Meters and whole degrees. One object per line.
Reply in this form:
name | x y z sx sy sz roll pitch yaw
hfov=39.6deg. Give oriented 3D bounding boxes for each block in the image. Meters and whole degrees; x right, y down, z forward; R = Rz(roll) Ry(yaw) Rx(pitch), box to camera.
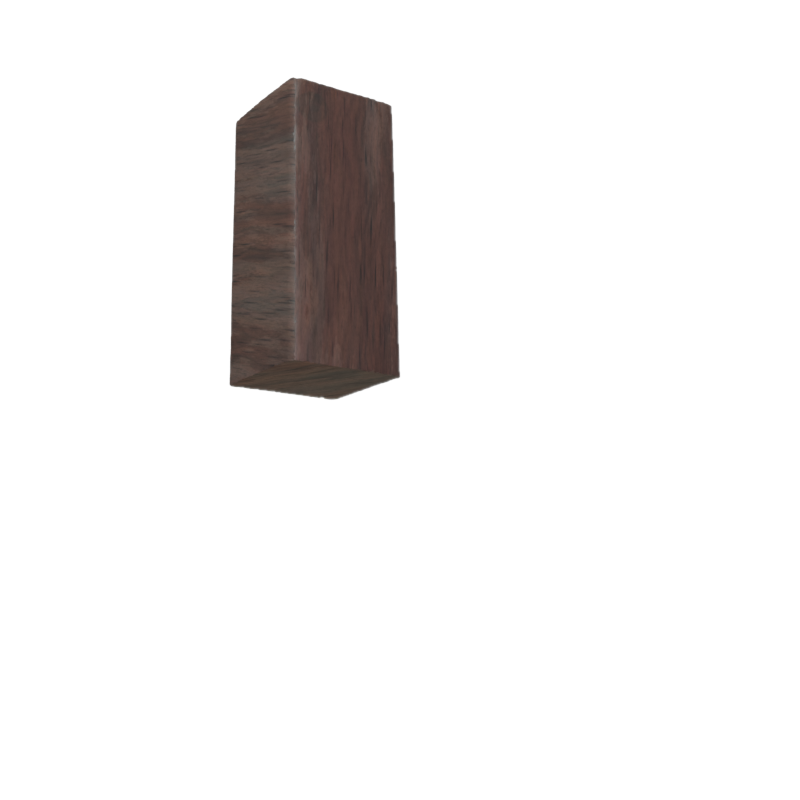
block | -0.063 -0.115 0.802 0.086 0.216 0.090 11 -22 -33
